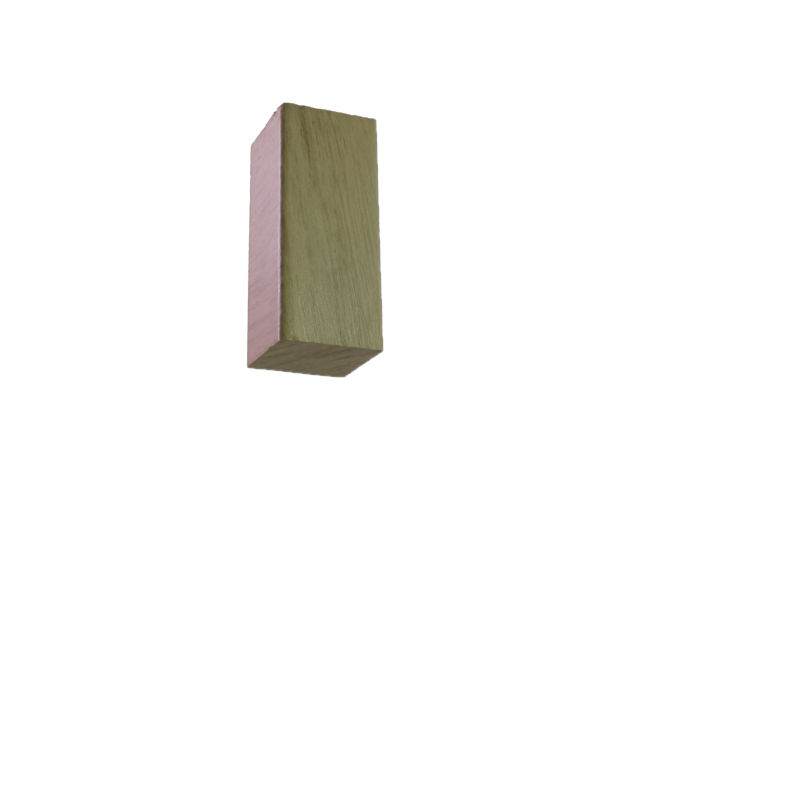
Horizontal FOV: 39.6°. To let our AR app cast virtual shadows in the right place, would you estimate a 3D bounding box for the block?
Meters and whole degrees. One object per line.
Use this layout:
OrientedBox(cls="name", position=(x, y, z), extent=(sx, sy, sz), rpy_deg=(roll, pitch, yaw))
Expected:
OrientedBox(cls="block", position=(-0.074, -0.133, 0.933), extent=(0.087, 0.216, 0.089), rpy_deg=(7, -22, -22))
